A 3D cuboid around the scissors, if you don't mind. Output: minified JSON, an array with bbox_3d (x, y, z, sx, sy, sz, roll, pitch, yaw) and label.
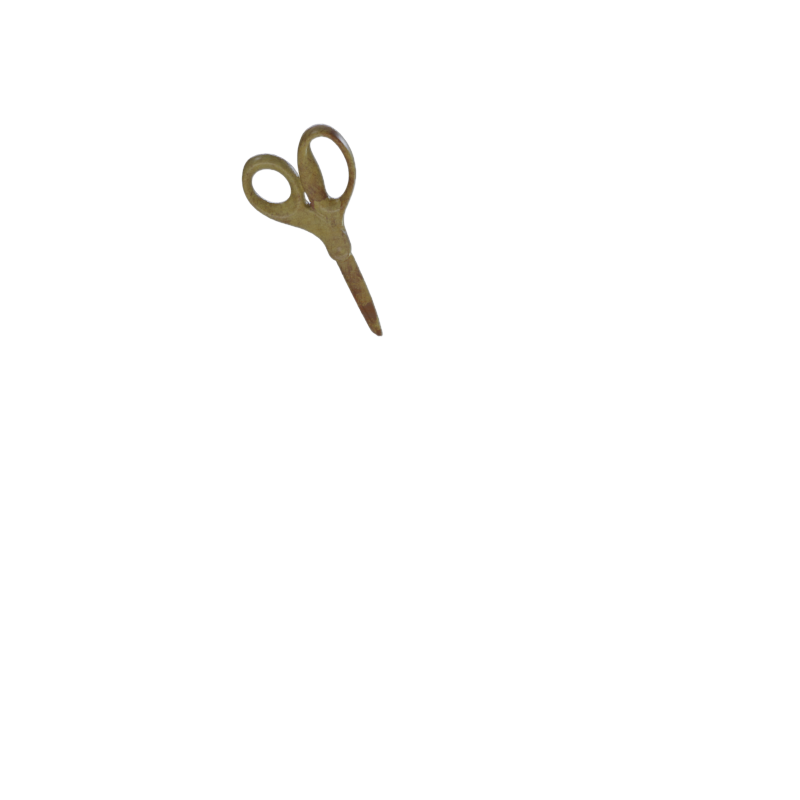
[{"bbox_3d":[-0.068,-0.125,0.873,0.096,0.188,0.017,-3,37,2],"label":"scissors"}]
